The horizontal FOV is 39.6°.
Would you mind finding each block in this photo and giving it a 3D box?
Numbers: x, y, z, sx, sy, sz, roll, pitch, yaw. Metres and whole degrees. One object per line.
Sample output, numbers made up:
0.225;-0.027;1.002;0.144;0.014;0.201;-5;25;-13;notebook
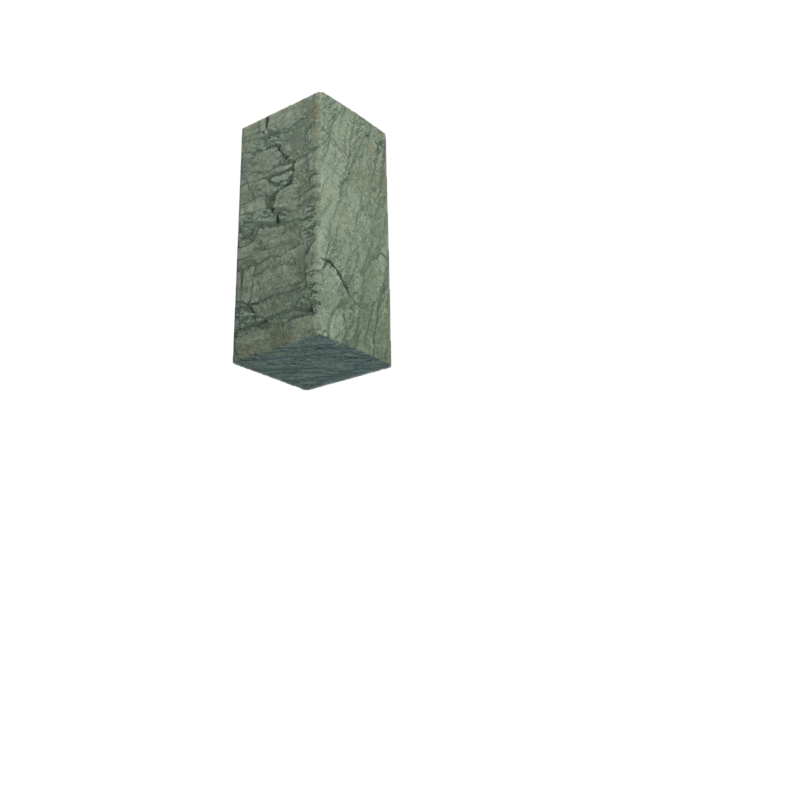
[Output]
-0.068;-0.125;0.880;0.092;0.218;0.084;-19;-29;34;block
